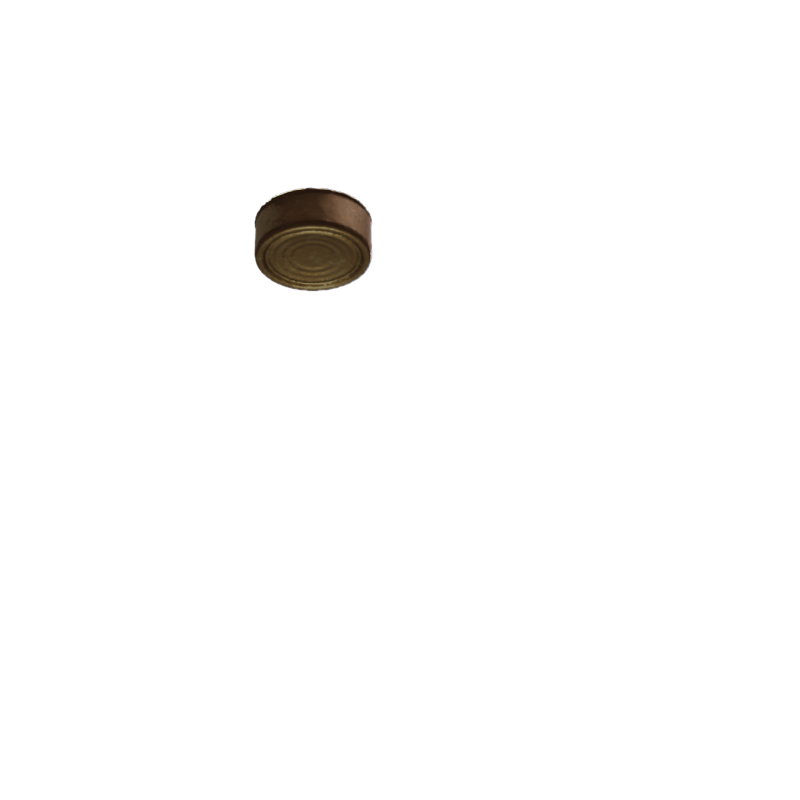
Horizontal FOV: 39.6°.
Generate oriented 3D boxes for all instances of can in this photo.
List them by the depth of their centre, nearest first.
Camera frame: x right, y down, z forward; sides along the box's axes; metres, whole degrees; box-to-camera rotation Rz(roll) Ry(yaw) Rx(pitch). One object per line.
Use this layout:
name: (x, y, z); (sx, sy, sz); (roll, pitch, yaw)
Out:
can: (-0.063, -0.114, 0.800); (0.086, 0.036, 0.081); (1, -30, -2)
